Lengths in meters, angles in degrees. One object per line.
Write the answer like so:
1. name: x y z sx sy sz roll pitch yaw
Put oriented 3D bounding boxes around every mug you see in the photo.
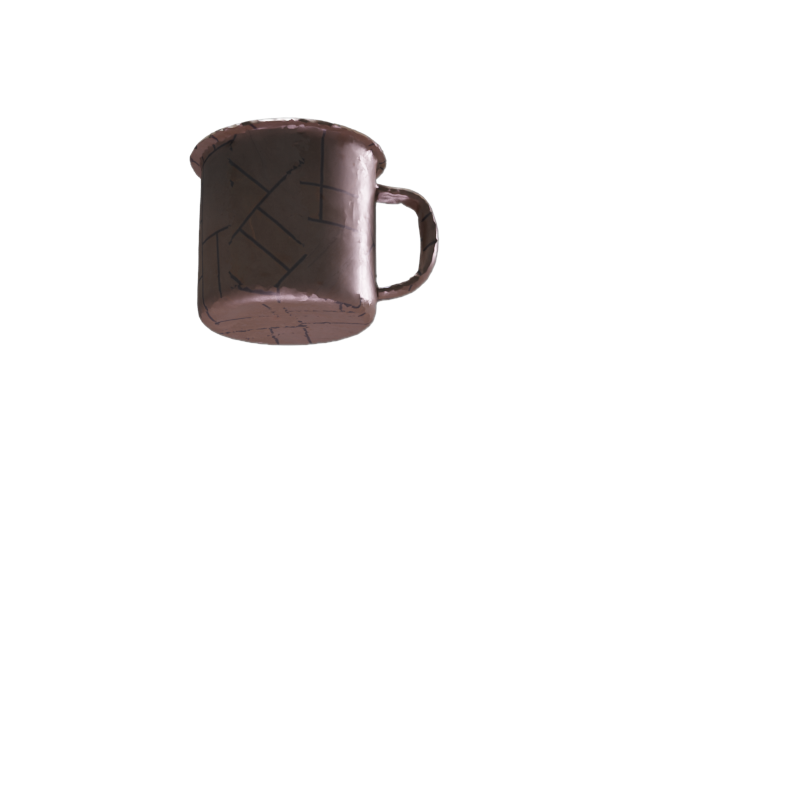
1. mug: -0.040 -0.073 0.514 0.116 0.085 0.090 2 -16 -8
